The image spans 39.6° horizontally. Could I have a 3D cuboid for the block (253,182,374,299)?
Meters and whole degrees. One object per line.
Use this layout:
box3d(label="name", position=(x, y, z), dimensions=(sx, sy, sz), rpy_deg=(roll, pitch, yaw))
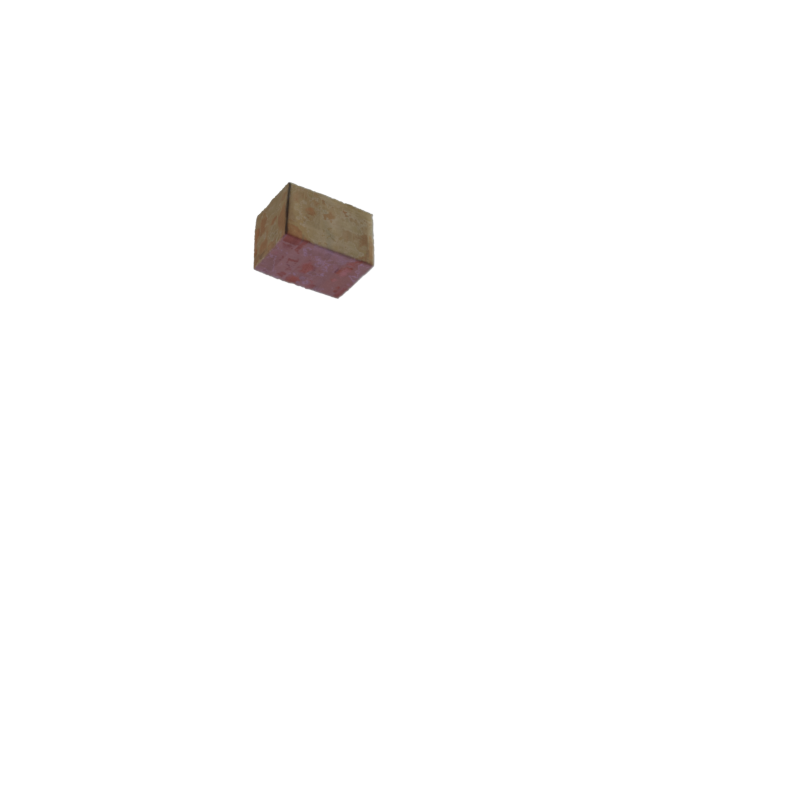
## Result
box3d(label="block", position=(-0.065, -0.119, 0.836), dimensions=(0.074, 0.055, 0.052), rpy_deg=(18, -38, -27))
